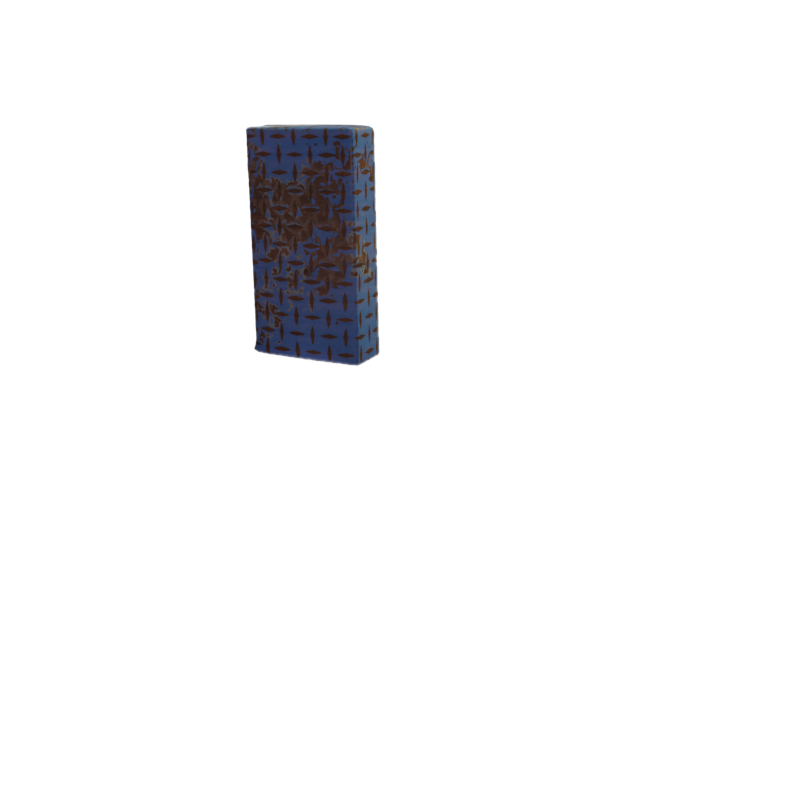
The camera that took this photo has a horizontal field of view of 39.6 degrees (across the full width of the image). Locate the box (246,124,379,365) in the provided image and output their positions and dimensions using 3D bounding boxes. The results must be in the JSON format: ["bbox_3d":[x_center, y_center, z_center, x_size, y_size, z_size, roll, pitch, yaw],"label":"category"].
[{"bbox_3d":[-0.065,-0.120,0.839,0.097,0.173,0.047,5,9,27],"label":"box"}]
